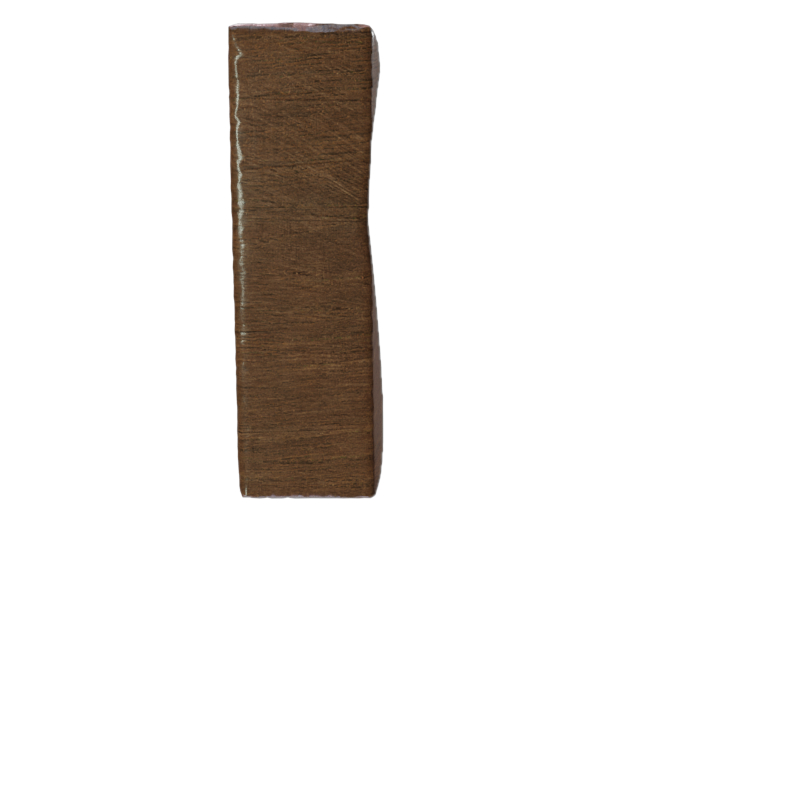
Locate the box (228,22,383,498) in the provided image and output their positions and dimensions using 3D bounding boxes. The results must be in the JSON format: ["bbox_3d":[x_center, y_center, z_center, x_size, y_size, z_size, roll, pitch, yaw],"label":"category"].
[{"bbox_3d":[-0.044,-0.081,0.564,0.072,0.208,0.169,0,12,-2],"label":"box"}]
